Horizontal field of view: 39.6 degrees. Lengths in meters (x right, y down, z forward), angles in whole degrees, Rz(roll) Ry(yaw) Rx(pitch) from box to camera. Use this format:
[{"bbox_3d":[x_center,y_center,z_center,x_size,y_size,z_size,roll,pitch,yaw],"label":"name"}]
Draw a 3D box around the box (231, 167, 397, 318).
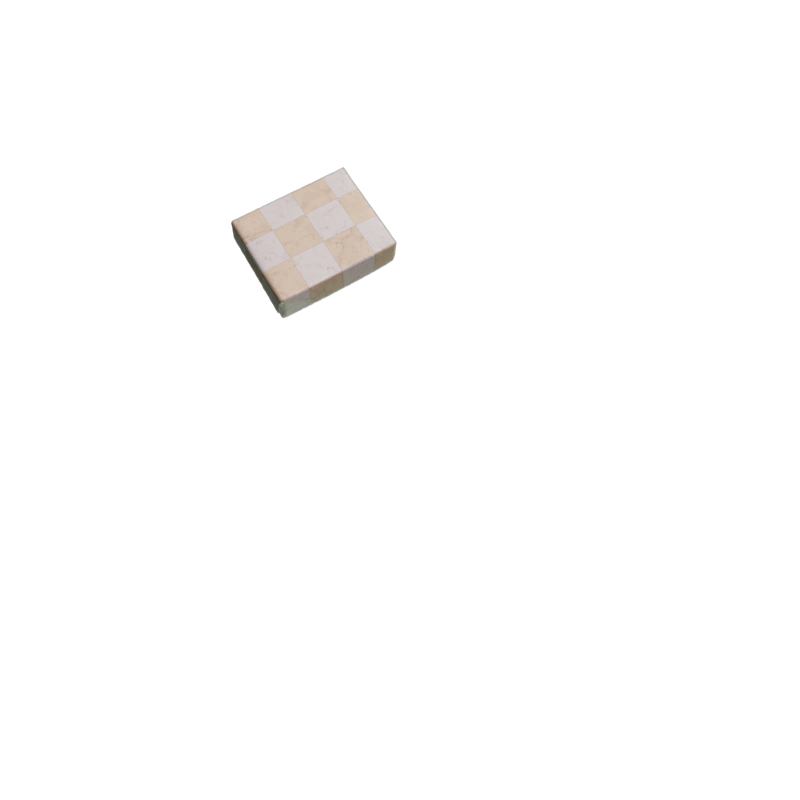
[{"bbox_3d":[-0.073,-0.134,0.937,0.113,0.096,0.037,-27,-25,-14],"label":"box"}]
